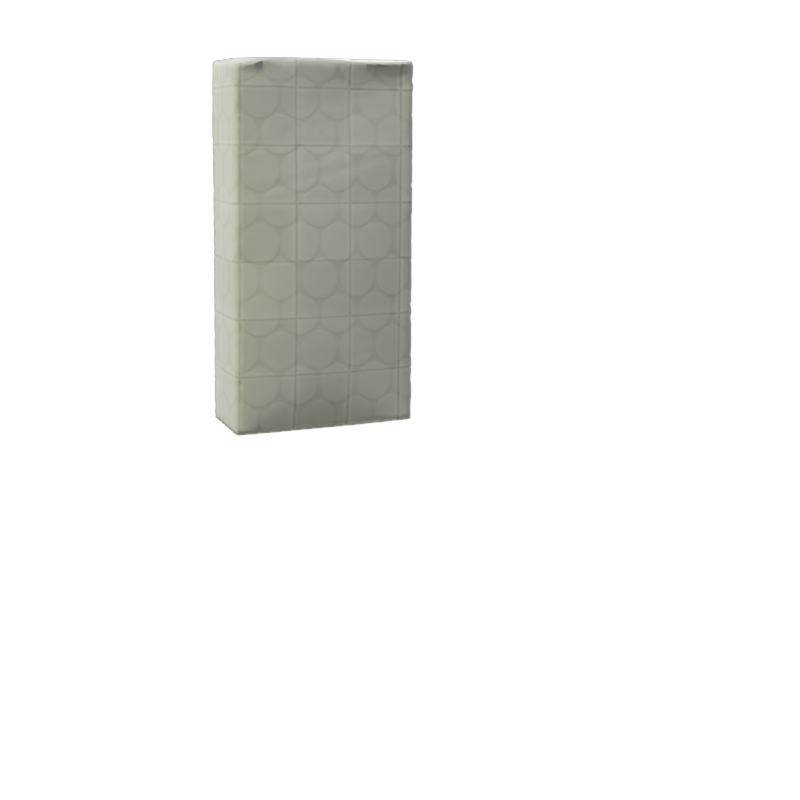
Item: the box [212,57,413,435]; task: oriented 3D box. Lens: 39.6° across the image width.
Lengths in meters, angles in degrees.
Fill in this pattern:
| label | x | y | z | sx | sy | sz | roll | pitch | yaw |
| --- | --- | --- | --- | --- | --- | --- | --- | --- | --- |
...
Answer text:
| label | x | y | z | sx | sy | sz | roll | pitch | yaw |
| --- | --- | --- | --- | --- | --- | --- | --- | --- | --- |
| box | -0.042 | -0.077 | 0.539 | 0.091 | 0.173 | 0.050 | -3 | 9 | -22 |
